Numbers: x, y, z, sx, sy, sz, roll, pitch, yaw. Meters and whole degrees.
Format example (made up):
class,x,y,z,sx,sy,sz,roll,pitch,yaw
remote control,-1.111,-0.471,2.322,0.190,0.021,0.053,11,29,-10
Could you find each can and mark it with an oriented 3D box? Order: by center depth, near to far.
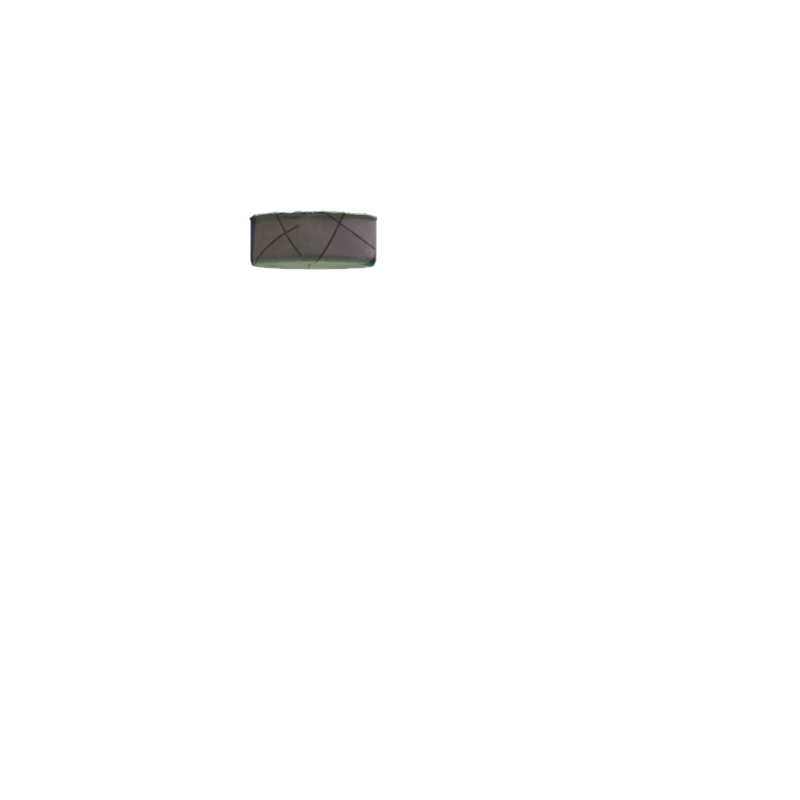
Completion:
class,x,y,z,sx,sy,sz,roll,pitch,yaw
can,-0.058,-0.106,0.741,0.086,0.034,0.086,0,3,-2
